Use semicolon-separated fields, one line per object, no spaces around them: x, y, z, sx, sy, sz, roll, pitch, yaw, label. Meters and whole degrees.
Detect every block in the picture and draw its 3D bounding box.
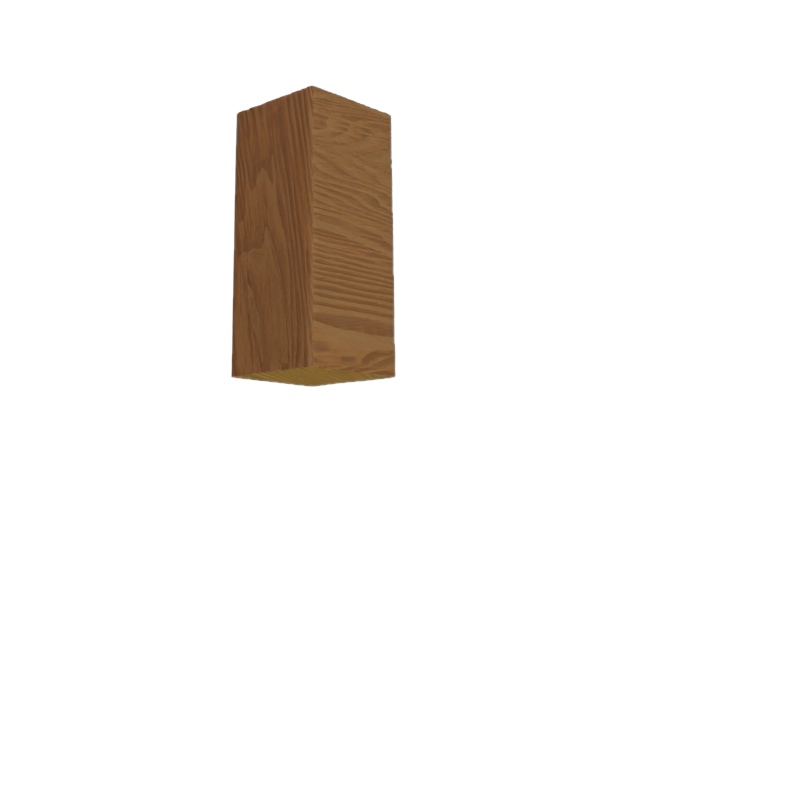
-0.066;-0.120;0.842;0.092;0.213;0.086;-12;-17;41;block
